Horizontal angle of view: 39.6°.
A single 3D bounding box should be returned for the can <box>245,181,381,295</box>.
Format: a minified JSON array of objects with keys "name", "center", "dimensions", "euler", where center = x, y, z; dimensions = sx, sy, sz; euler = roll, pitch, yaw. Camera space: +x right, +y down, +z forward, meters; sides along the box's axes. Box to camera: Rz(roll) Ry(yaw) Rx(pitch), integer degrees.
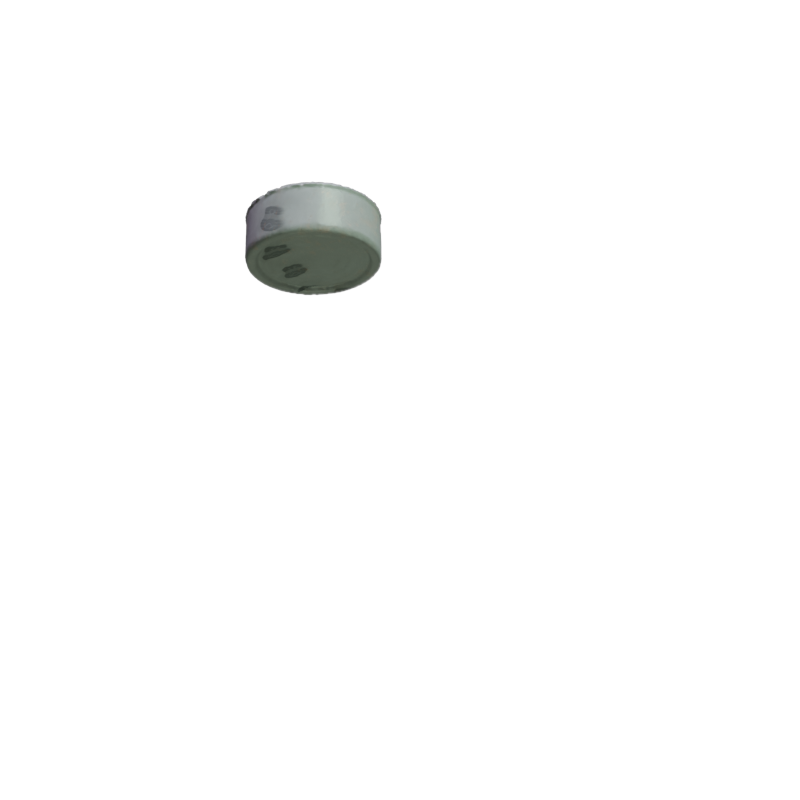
[{"name":"can","center":[-0.054,-0.099,0.691],"dimensions":[0.086,0.036,0.081],"euler":[1,-25,-2]}]
